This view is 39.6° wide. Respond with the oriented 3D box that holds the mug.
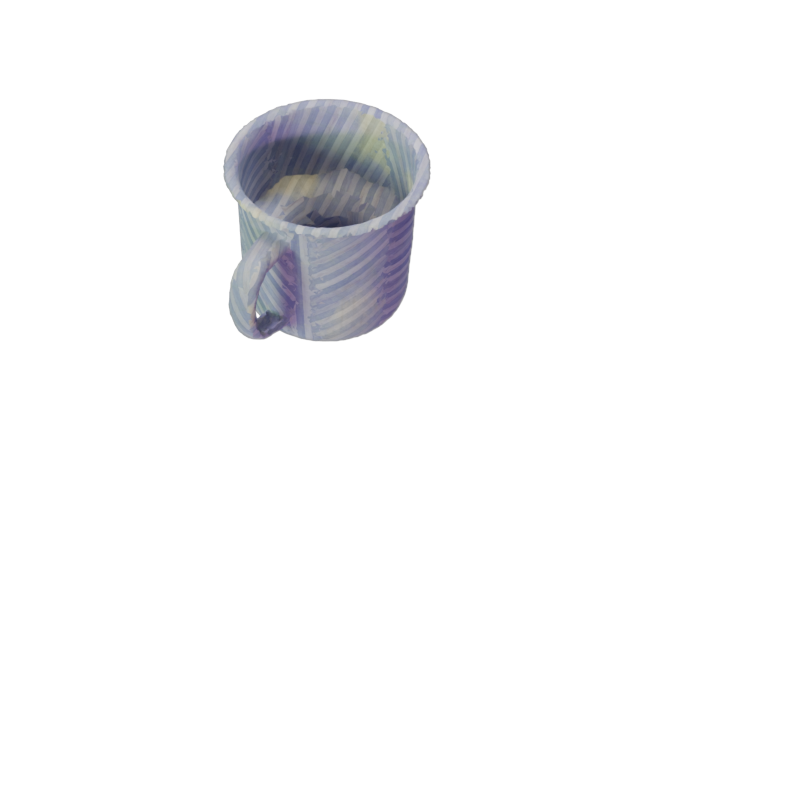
[{"bbox_3d":[-0.040,-0.074,0.517,0.097,0.121,0.076,23,-38,17],"label":"mug"}]
